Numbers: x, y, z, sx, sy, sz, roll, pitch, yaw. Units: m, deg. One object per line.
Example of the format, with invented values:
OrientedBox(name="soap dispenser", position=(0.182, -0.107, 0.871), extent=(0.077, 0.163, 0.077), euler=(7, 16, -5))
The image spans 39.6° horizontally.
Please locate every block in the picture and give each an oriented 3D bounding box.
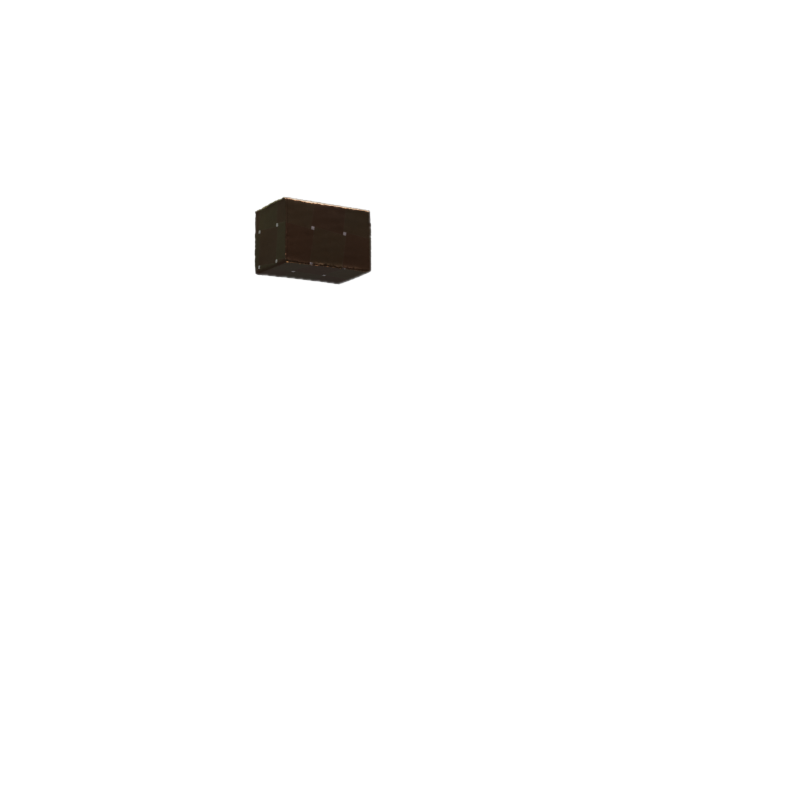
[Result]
OrientedBox(name="block", position=(-0.067, -0.123, 0.861), extent=(0.075, 0.053, 0.053), euler=(5, -12, -31))
